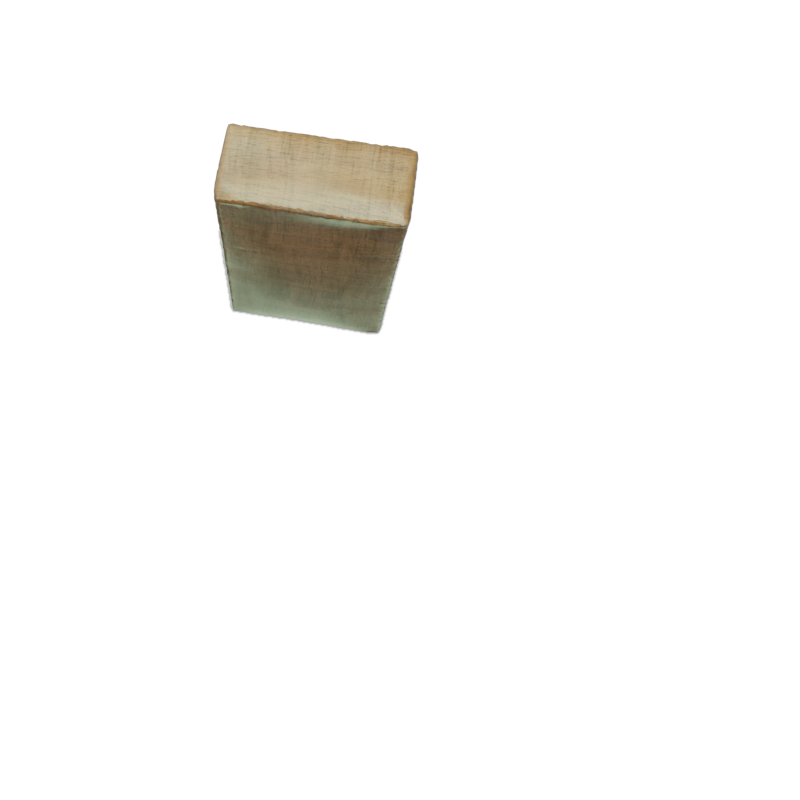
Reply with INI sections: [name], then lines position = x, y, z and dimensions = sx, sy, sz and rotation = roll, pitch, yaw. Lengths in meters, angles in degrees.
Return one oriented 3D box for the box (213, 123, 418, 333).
[box]
position = -0.046, -0.084, 0.588
dimensions = 0.093, 0.050, 0.170
rotation = 9, -12, -1
